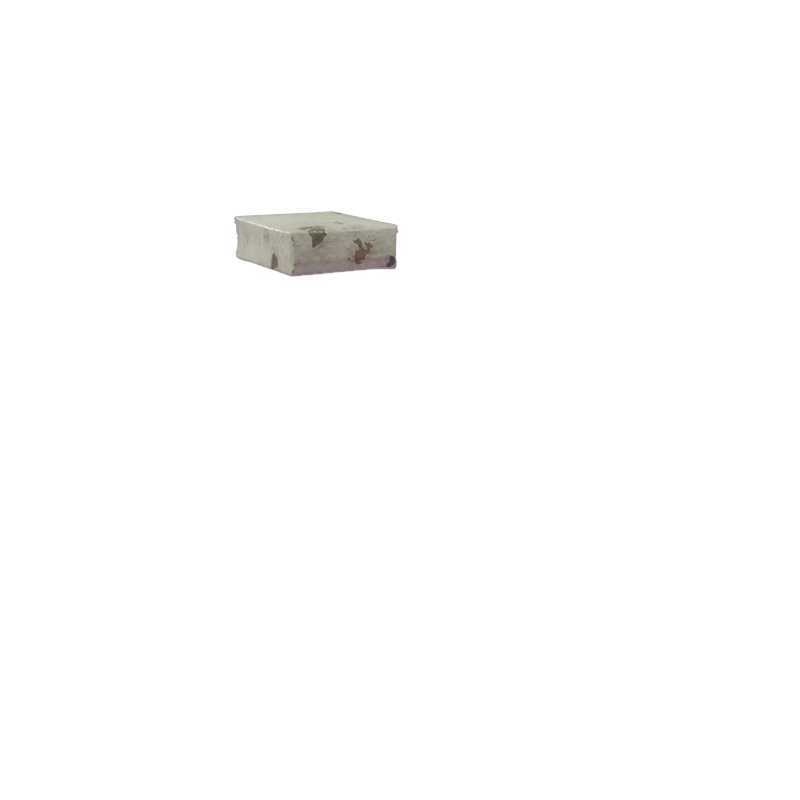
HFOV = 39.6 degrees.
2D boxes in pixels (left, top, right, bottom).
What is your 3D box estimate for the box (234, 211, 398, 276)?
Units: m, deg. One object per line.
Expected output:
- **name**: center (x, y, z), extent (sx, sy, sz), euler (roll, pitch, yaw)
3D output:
- **box**: center (-0.067, -0.123, 0.860), extent (0.087, 0.038, 0.119), euler (-6, 14, -28)
